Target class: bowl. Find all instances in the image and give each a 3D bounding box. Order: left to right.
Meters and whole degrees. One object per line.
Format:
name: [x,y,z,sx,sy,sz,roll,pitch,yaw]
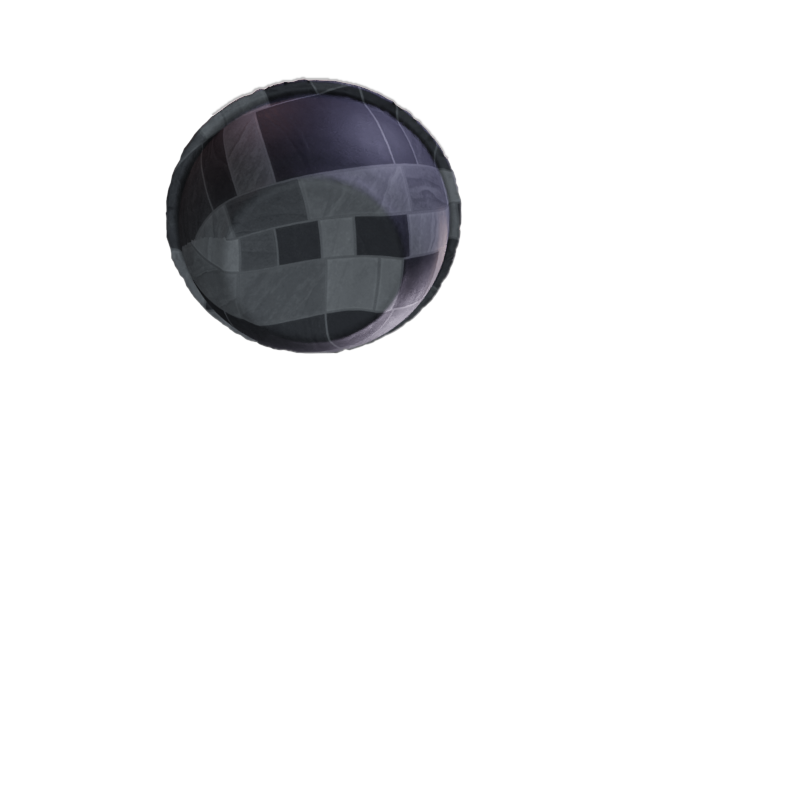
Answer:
bowl: [-0.045,-0.083,0.581,0.162,0.154,0.058,1,25,-1]
